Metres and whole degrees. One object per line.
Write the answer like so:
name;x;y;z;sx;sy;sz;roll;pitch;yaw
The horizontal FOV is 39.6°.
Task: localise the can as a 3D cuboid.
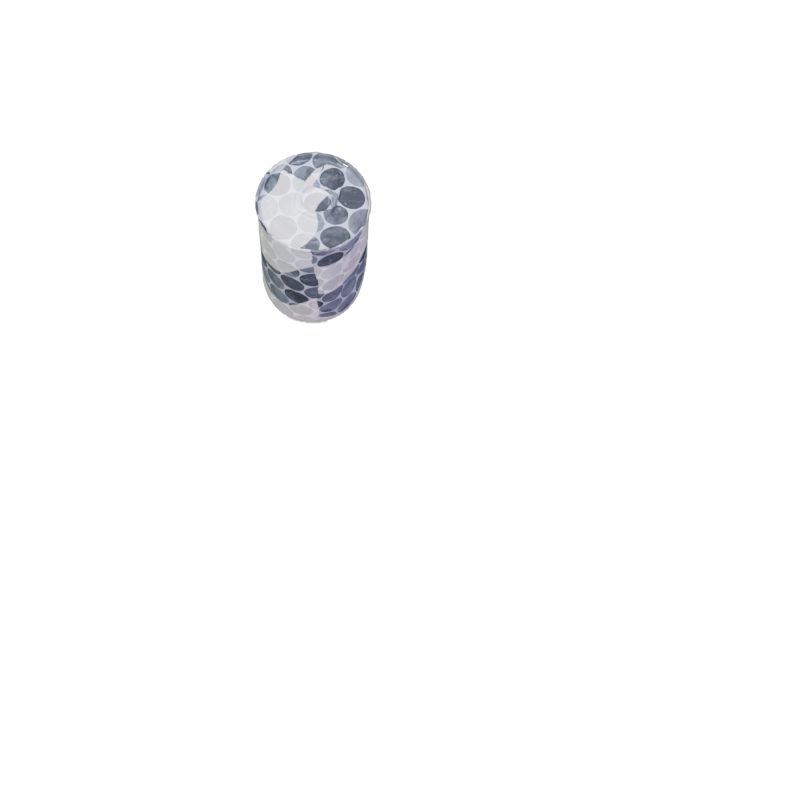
can;-0.054;-0.099;0.691;0.068;0.072;0.097;0;-24;-3
